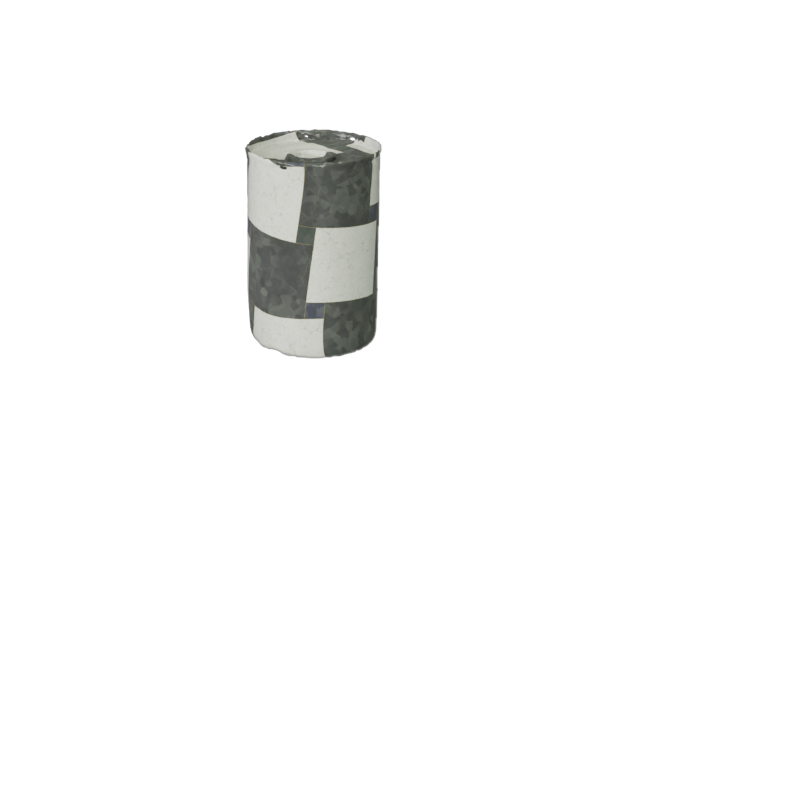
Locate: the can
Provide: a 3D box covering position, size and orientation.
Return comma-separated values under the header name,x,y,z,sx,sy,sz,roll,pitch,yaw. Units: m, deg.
name,x,y,z,sx,sy,sz,roll,pitch,yaw
can,-0.044,-0.081,0.567,0.068,0.098,0.072,0,22,-2
